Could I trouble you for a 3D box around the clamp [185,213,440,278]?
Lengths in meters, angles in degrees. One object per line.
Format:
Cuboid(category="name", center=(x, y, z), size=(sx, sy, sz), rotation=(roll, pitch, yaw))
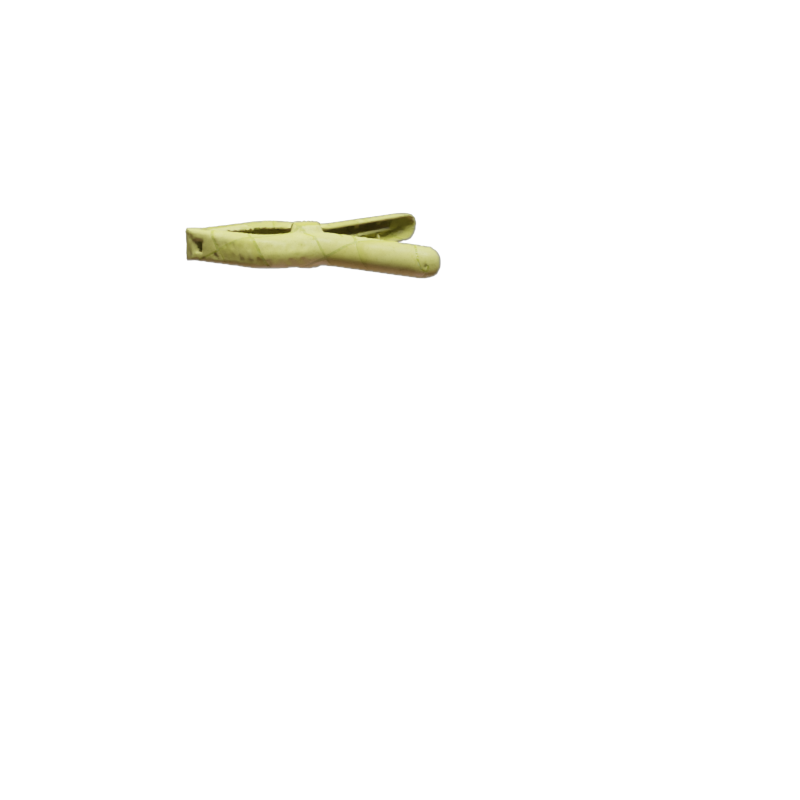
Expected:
Cuboid(category="clamp", center=(-0.073, -0.134, 0.938), size=(0.211, 0.035, 0.169), rotation=(1, 18, 3))
